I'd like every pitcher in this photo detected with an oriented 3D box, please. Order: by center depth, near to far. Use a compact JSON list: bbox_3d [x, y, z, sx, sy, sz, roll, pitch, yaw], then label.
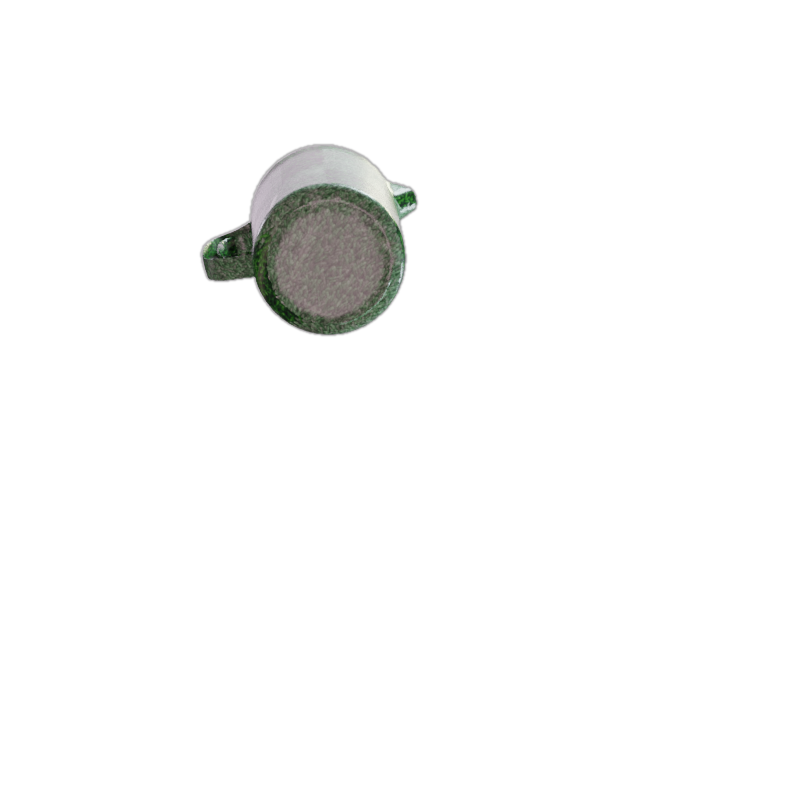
[{"bbox_3d":[-0.069,-0.126,0.883,0.142,0.147,0.250,31,10,-10],"label":"pitcher"}]
